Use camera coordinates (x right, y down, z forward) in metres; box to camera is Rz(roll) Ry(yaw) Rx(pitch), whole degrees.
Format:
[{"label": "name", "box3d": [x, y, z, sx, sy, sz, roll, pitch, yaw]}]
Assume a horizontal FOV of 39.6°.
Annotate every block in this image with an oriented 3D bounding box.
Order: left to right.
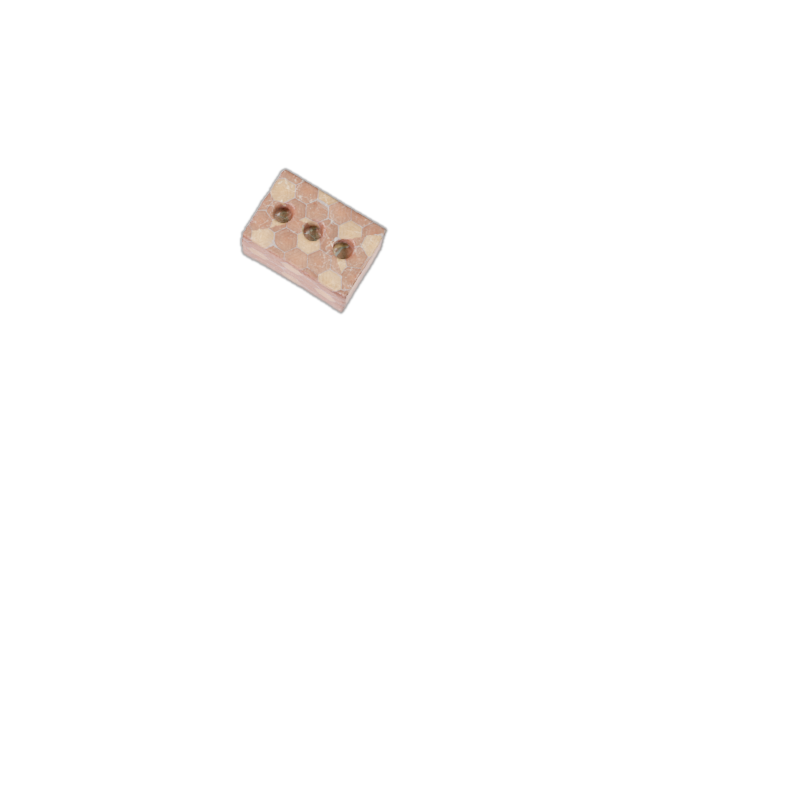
[{"label": "block", "box3d": [-0.055, -0.101, 0.705, 0.079, 0.054, 0.050, 31, -11, 6]}]
